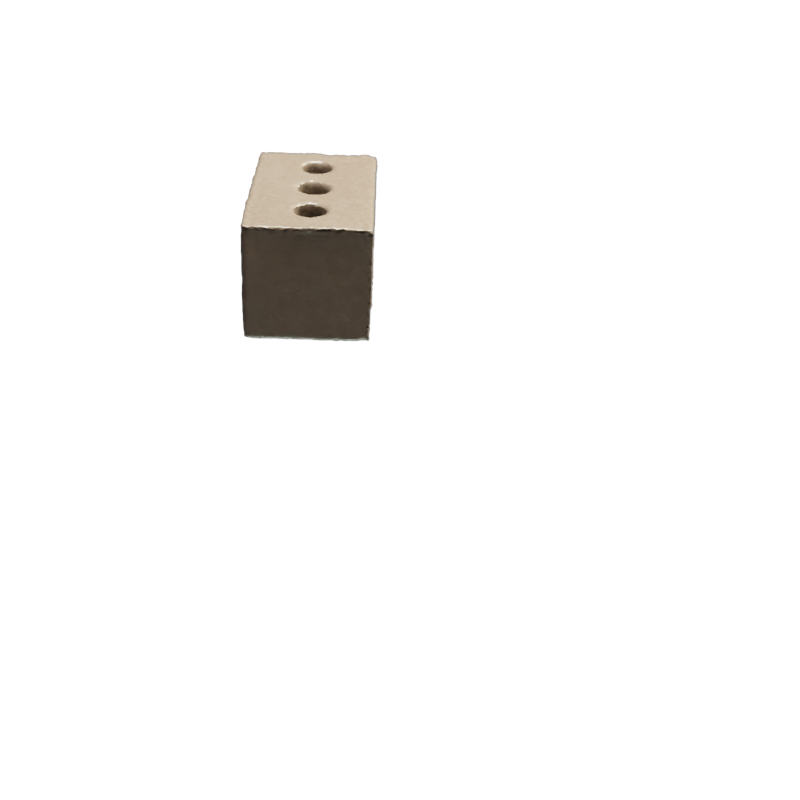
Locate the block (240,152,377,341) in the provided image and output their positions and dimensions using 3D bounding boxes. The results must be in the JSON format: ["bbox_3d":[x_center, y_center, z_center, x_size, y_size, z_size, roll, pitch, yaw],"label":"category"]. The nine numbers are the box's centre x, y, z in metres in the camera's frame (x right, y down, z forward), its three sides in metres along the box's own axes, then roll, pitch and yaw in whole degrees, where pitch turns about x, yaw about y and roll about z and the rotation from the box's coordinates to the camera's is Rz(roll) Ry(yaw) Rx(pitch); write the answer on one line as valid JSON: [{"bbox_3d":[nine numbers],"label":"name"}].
[{"bbox_3d":[-0.036,-0.066,0.464,0.053,0.048,0.083,1,31,0],"label":"block"}]
